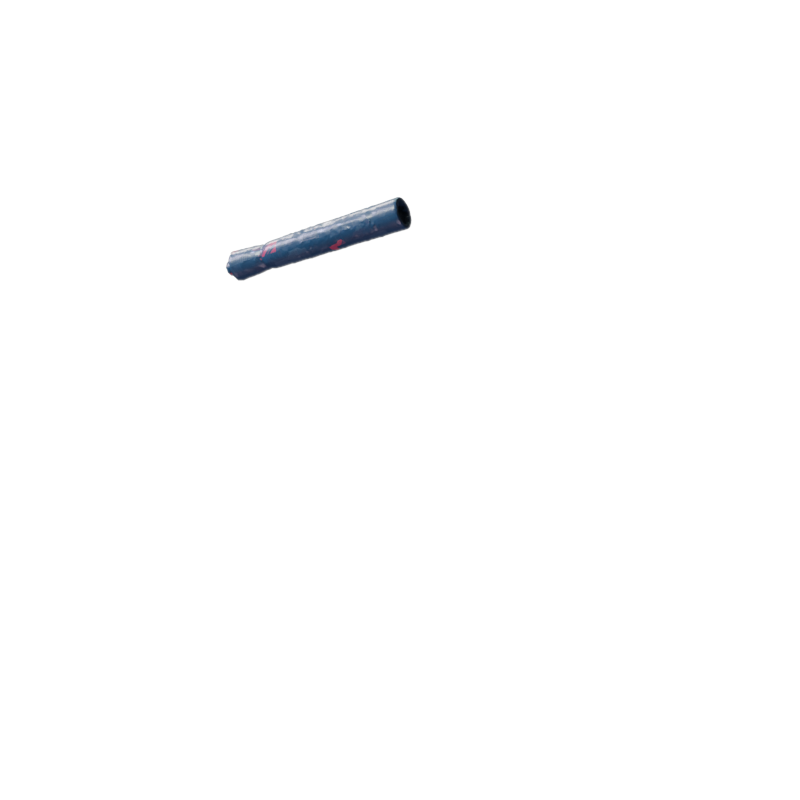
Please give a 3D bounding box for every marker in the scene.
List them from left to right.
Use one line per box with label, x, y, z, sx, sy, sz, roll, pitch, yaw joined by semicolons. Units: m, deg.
marker;-0.051;-0.092;0.648;0.123;0.020;0.019;-13;-3;28
